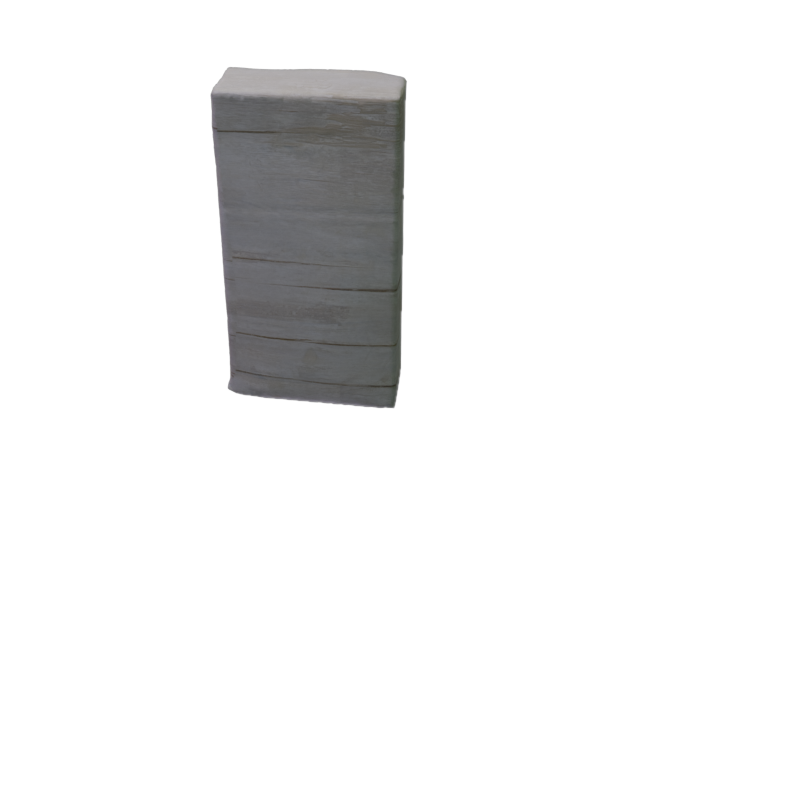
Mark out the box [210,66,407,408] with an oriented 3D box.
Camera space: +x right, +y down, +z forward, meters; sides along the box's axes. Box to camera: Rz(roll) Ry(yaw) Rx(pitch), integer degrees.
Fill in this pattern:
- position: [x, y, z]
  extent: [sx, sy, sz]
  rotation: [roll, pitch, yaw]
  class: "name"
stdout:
- position: [-0.045, -0.082, 0.573]
  extent: [0.094, 0.167, 0.050]
  rotation: [5, 27, 7]
  class: "box"
